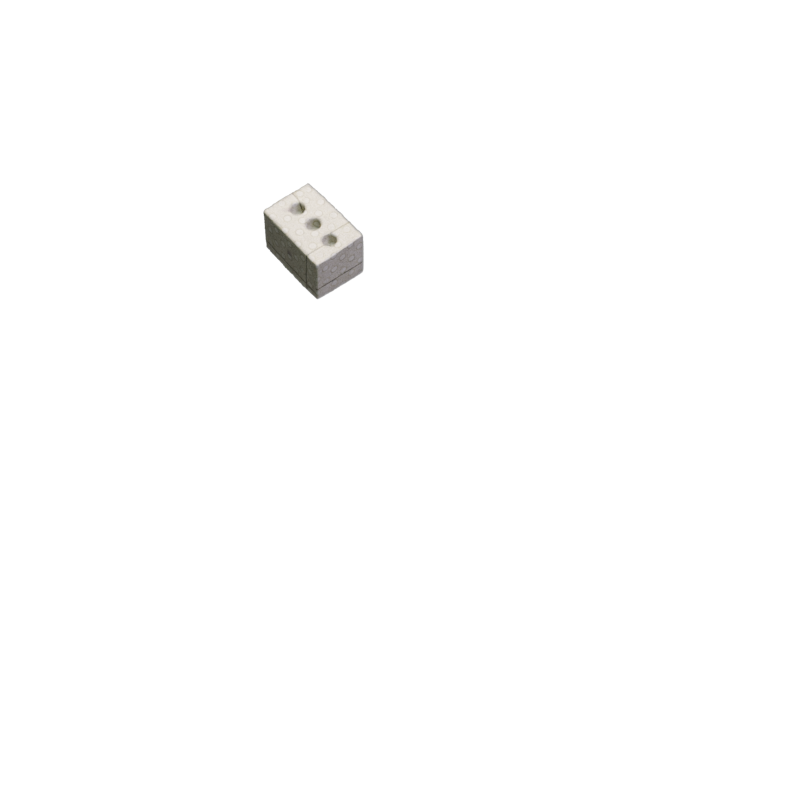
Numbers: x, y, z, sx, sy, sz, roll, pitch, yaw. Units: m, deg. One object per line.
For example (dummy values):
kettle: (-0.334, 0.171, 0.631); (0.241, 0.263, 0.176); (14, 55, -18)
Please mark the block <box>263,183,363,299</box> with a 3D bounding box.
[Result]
block: (-0.075, -0.138, 0.964); (0.053, 0.083, 0.048); (-34, -28, -22)
